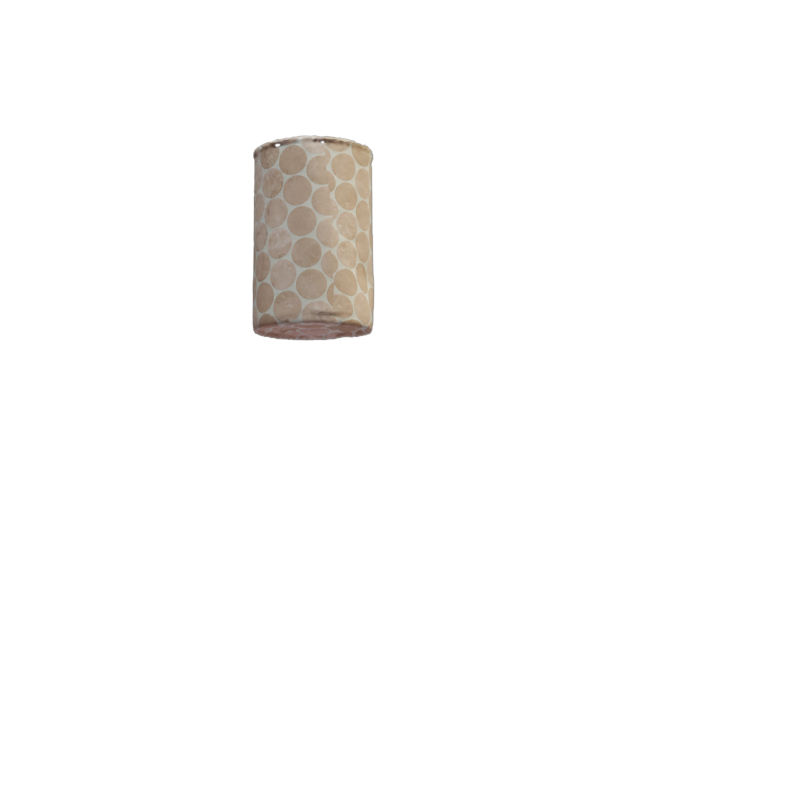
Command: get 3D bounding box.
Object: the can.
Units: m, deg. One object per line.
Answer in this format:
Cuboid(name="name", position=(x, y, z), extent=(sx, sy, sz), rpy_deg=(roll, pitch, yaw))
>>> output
Cuboid(name="can", position=(-0.048, -0.088, 0.615), extent=(0.068, 0.105, 0.067), rpy_deg=(0, -10, -2))
